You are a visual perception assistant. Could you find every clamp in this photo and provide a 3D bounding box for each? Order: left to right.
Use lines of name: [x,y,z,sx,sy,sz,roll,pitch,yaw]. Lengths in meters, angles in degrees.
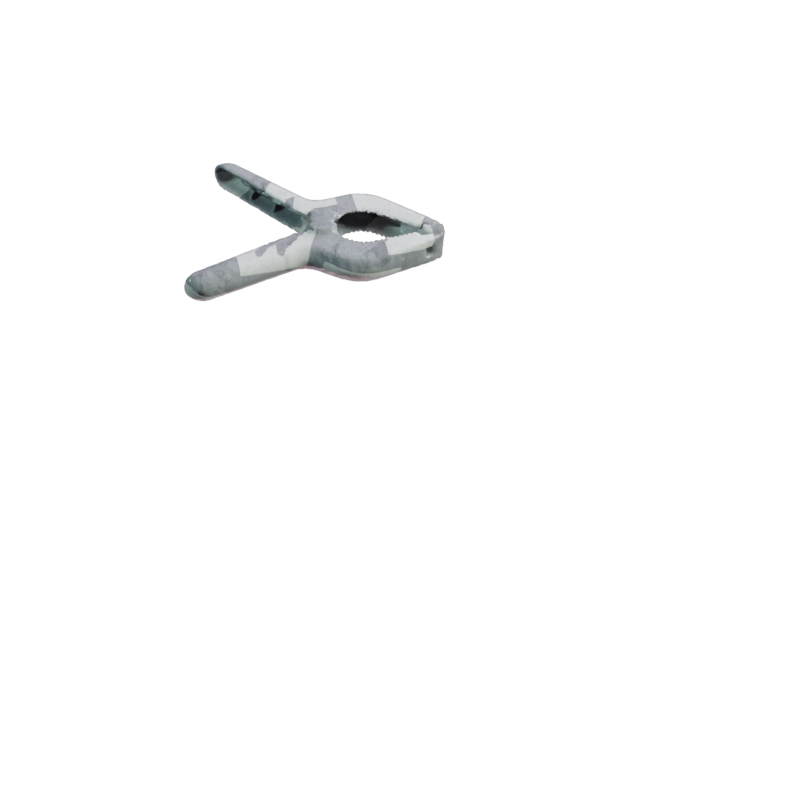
clamp: [-0.071,-0.130,0.912,0.213,0.034,0.174,8,46,7]
